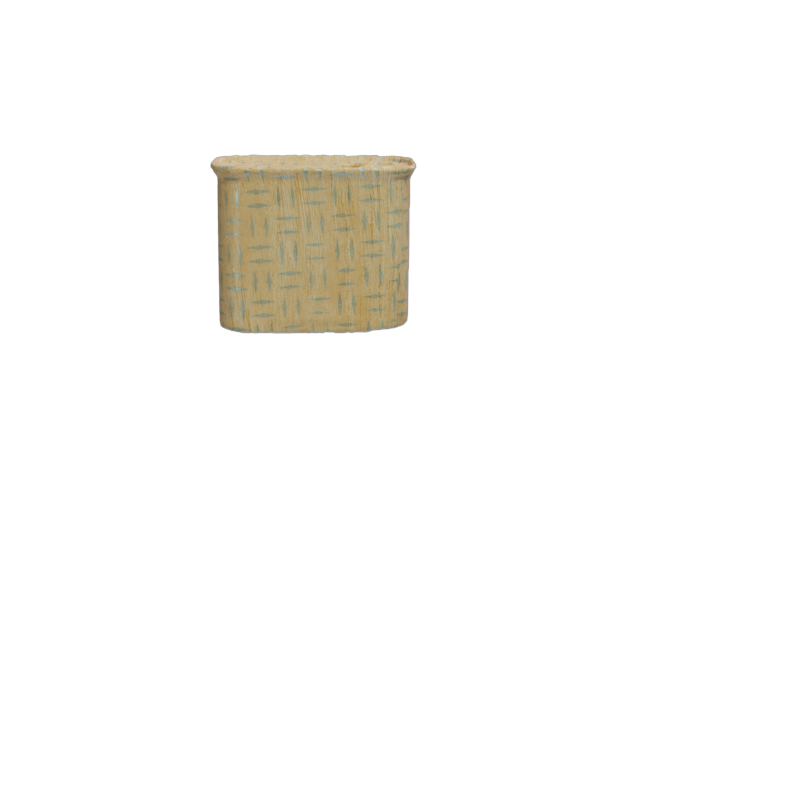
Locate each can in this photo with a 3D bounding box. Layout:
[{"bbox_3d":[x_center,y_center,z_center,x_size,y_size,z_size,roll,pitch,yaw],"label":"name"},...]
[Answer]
[{"bbox_3d":[-0.044,-0.081,0.564,0.102,0.081,0.059,0,13,-1],"label":"can"}]
